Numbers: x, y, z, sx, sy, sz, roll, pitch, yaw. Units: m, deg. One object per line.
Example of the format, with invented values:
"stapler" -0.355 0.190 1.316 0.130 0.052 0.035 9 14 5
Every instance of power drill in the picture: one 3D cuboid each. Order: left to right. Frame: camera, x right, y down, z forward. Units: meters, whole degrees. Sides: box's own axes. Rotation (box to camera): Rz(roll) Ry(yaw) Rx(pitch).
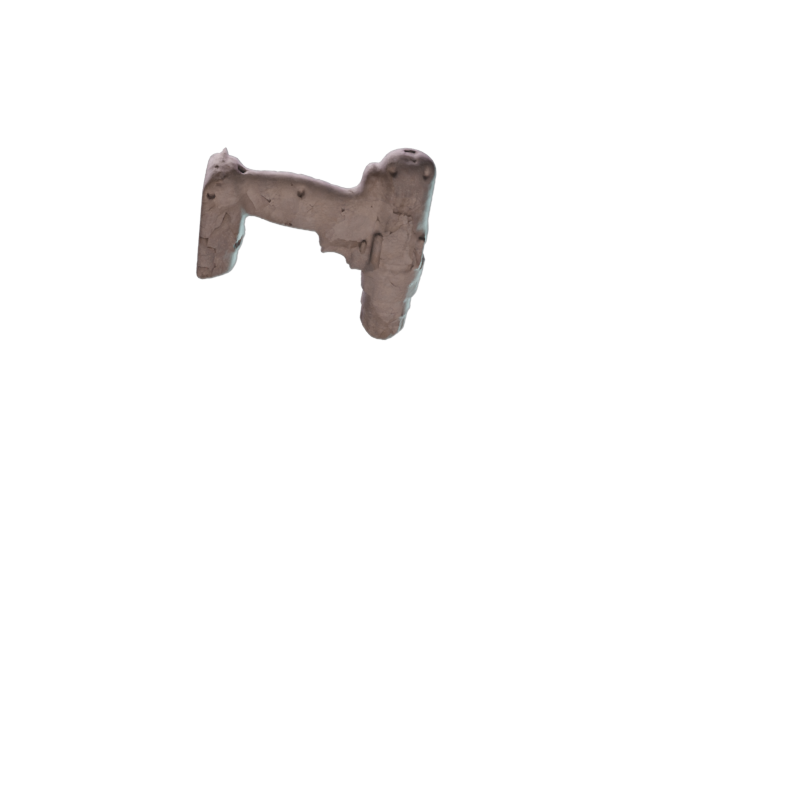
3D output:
"power drill" -0.071 -0.130 0.912 0.186 0.173 0.061 5 38 -5
